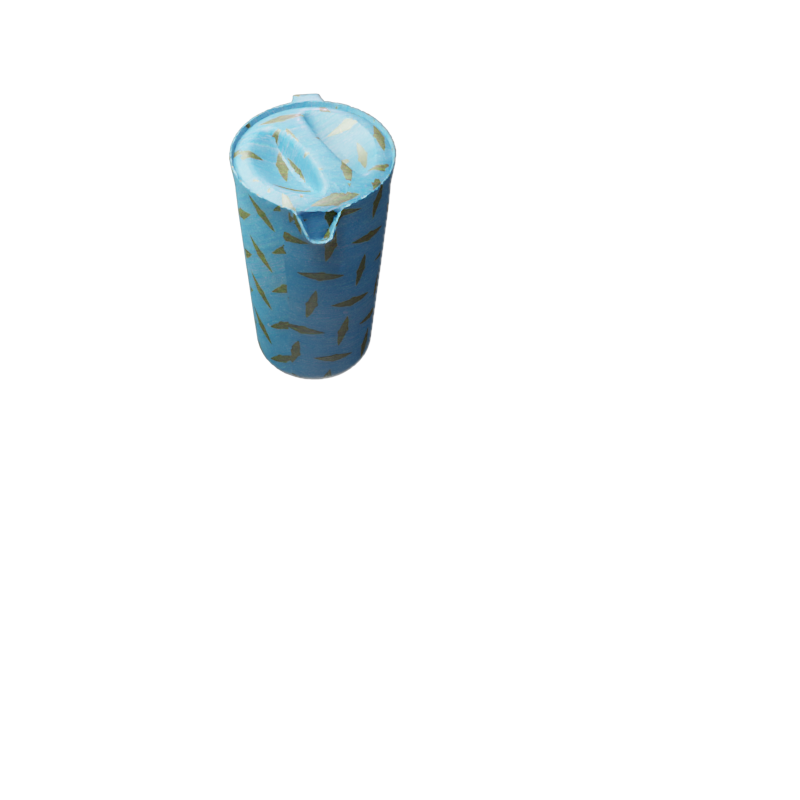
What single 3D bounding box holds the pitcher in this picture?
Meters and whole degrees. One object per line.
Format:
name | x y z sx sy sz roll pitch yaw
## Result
pitcher | -0.076 -0.139 0.973 0.153 0.226 0.152 32 56 22
